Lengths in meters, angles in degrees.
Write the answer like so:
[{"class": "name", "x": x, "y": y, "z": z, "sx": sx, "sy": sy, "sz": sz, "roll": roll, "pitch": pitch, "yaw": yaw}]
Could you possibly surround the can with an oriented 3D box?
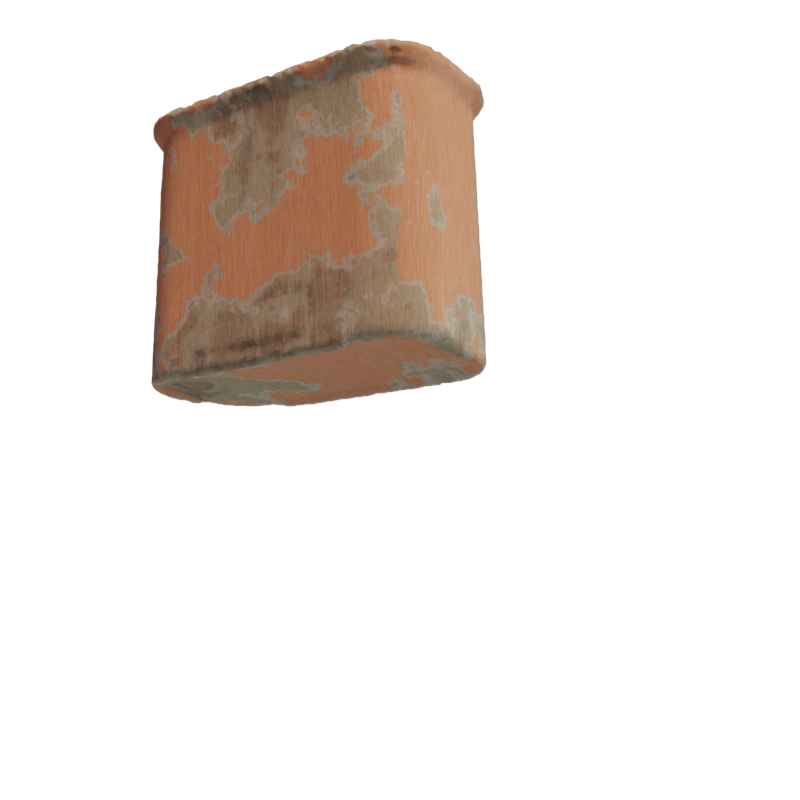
[{"class": "can", "x": -0.025, "y": -0.046, "z": 0.325, "sx": 0.104, "sy": 0.088, "sz": 0.054, "roll": -11, "pitch": -21, "yaw": 32}]
